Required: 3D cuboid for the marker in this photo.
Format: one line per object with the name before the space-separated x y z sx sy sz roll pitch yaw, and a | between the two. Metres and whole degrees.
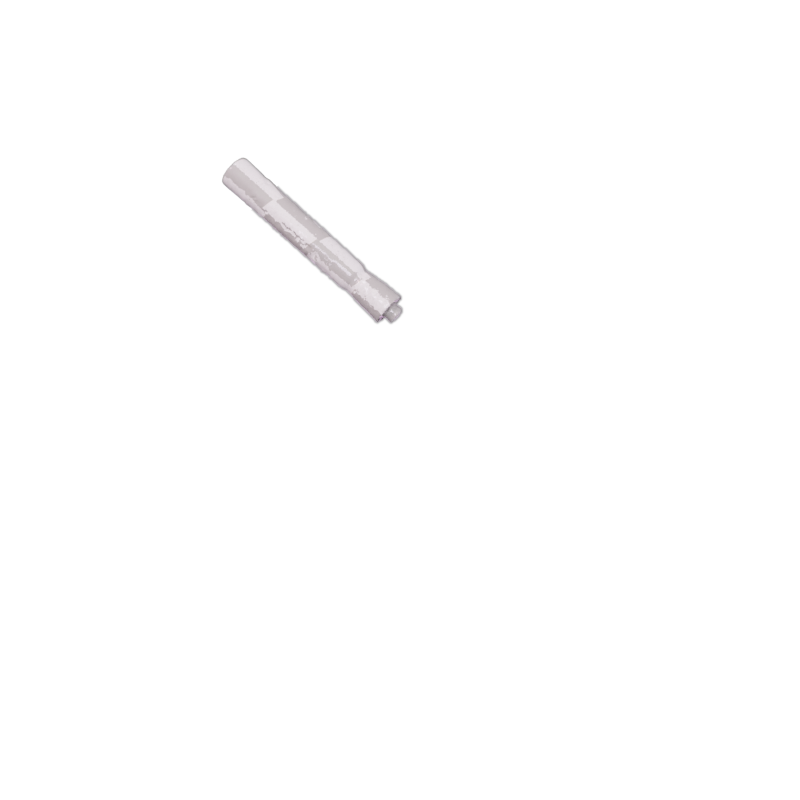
marker | -0.046 -0.084 0.590 0.125 0.019 0.019 43 14 13
